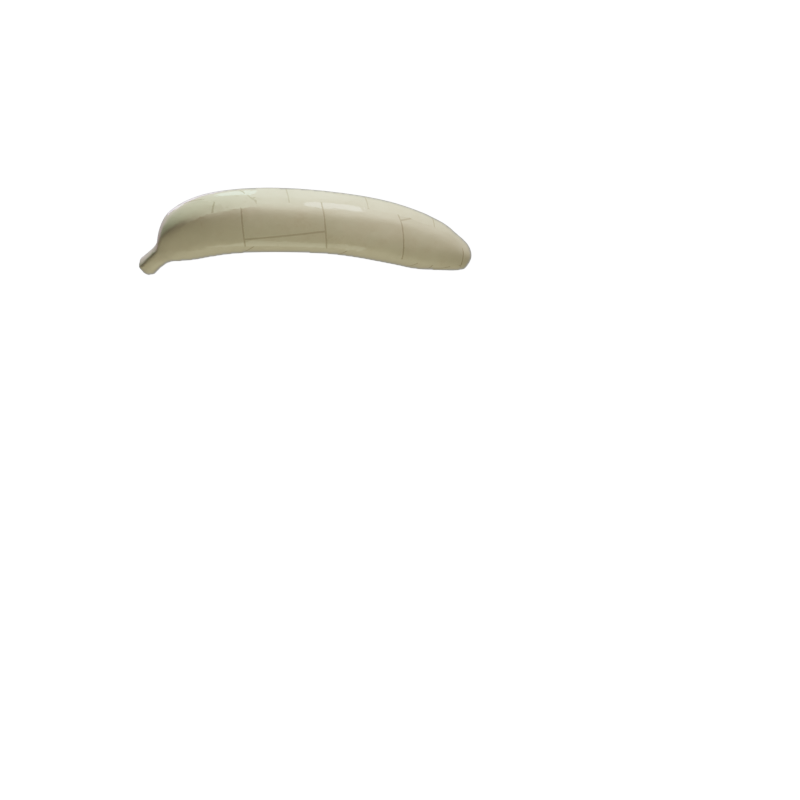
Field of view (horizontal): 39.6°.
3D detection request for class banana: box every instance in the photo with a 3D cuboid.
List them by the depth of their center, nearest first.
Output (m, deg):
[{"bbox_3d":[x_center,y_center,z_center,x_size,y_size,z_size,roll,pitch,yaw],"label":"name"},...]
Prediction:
[{"bbox_3d":[-0.053,-0.097,0.638,0.197,0.038,0.067,1,-13,-3],"label":"banana"}]
